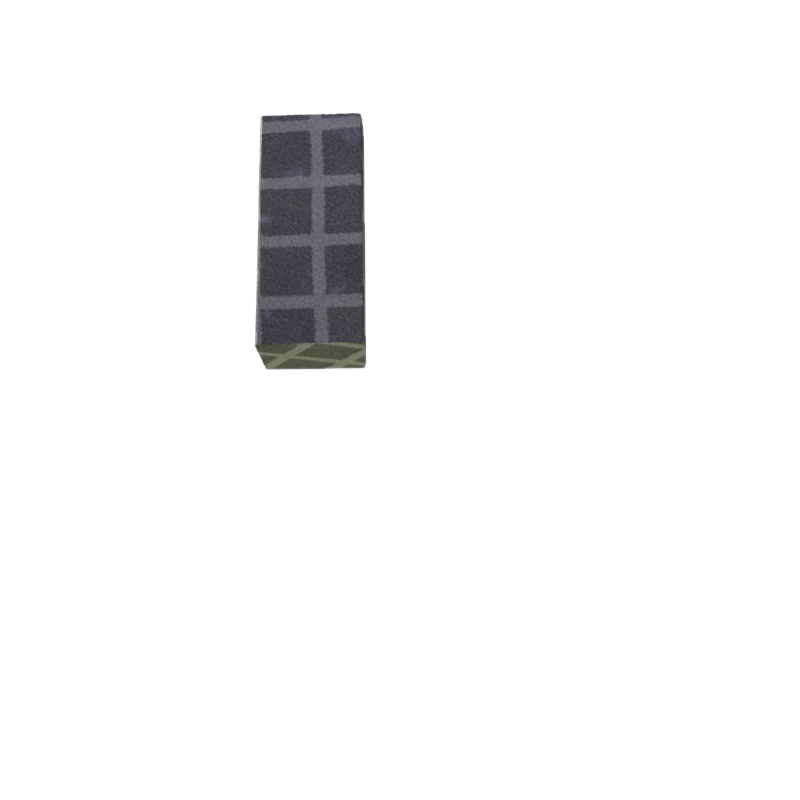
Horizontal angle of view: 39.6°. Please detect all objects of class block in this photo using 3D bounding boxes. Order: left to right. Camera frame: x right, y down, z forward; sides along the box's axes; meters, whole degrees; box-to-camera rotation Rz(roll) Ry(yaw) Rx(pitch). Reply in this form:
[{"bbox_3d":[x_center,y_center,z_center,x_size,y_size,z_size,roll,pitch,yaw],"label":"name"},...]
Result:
[{"bbox_3d":[-0.075,-0.138,0.968,0.091,0.216,0.086,-2,-18,1],"label":"block"}]
